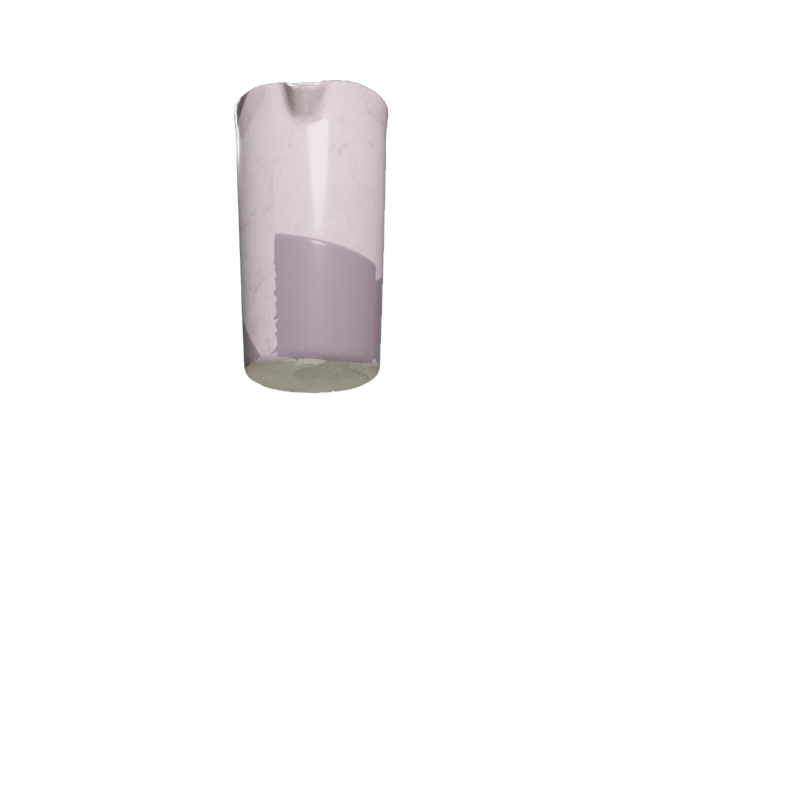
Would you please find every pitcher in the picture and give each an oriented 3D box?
[{"bbox_3d":[-0.073,-0.132,0.927,0.141,0.254,0.147,16,-25,-42],"label":"pitcher"}]
